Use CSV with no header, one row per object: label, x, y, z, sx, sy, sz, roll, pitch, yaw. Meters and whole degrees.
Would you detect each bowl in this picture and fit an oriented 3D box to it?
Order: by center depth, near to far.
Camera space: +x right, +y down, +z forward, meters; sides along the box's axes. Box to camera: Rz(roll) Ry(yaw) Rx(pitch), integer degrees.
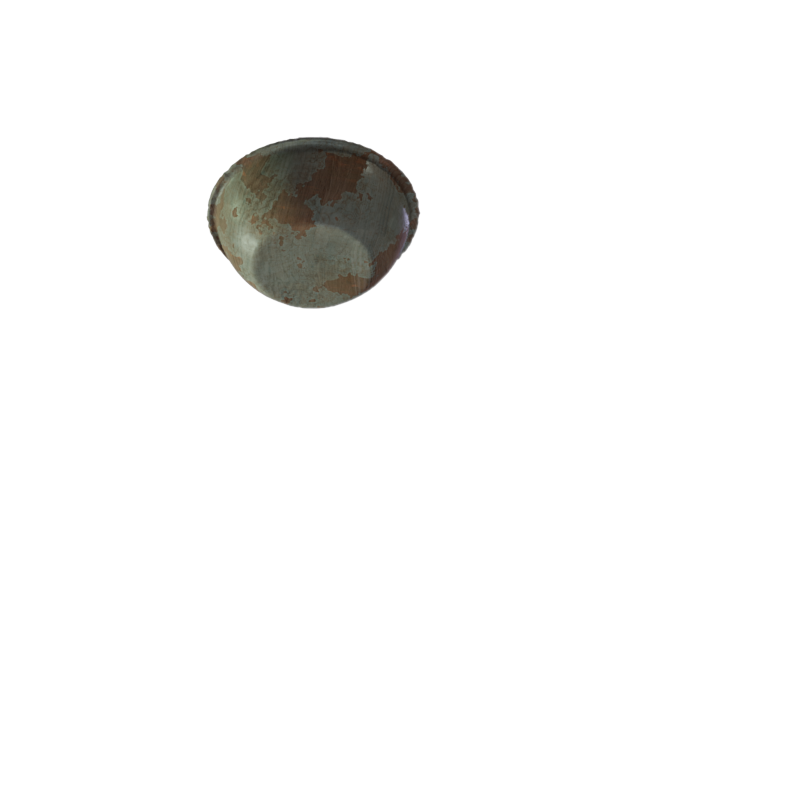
bowl,-0.065,-0.118,0.828,0.162,0.059,0.151,1,-41,-1
